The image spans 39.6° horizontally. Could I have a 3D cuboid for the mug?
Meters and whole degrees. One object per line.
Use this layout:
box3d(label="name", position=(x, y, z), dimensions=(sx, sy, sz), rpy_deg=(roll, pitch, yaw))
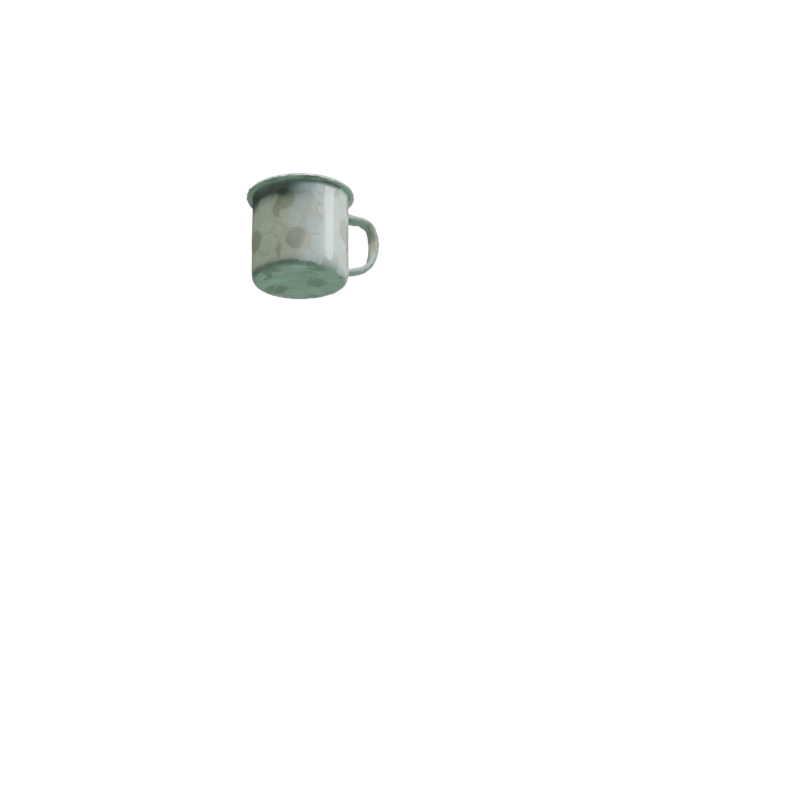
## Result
box3d(label="mug", position=(-0.074, -0.135, 0.947), dimensions=(0.114, 0.086, 0.092), rpy_deg=(7, -21, -21))
